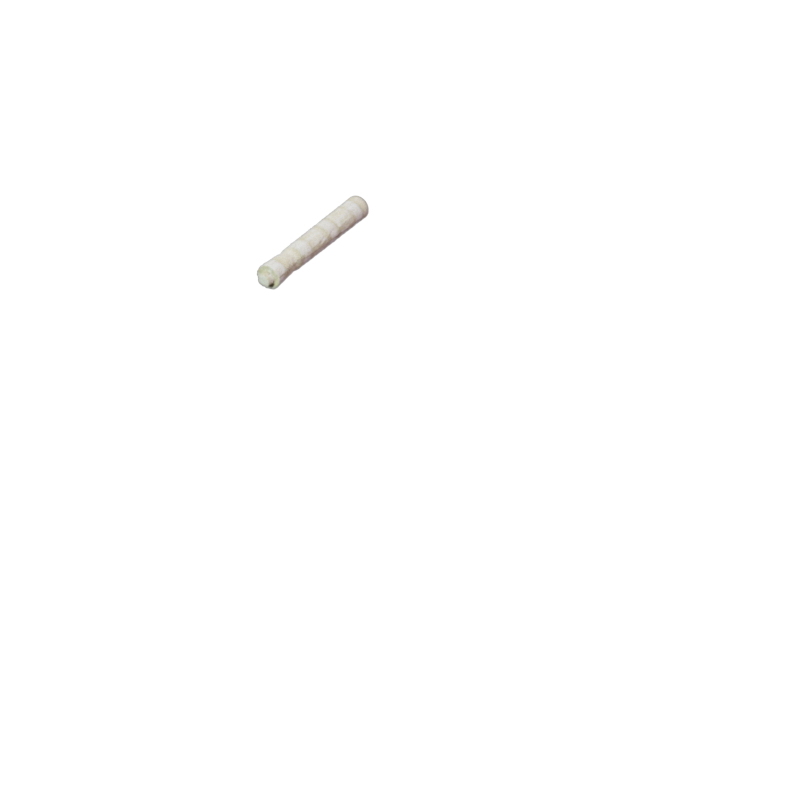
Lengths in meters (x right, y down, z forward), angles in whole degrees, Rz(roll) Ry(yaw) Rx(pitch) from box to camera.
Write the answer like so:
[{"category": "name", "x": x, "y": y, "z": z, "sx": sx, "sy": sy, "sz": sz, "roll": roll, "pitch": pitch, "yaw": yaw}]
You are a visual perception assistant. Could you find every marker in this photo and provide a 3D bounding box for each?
[{"category": "marker", "x": -0.061, "y": -0.112, "z": 0.783, "sx": 0.020, "sy": 0.019, "sz": 0.123, "roll": 2, "pitch": 33, "yaw": 35}]
